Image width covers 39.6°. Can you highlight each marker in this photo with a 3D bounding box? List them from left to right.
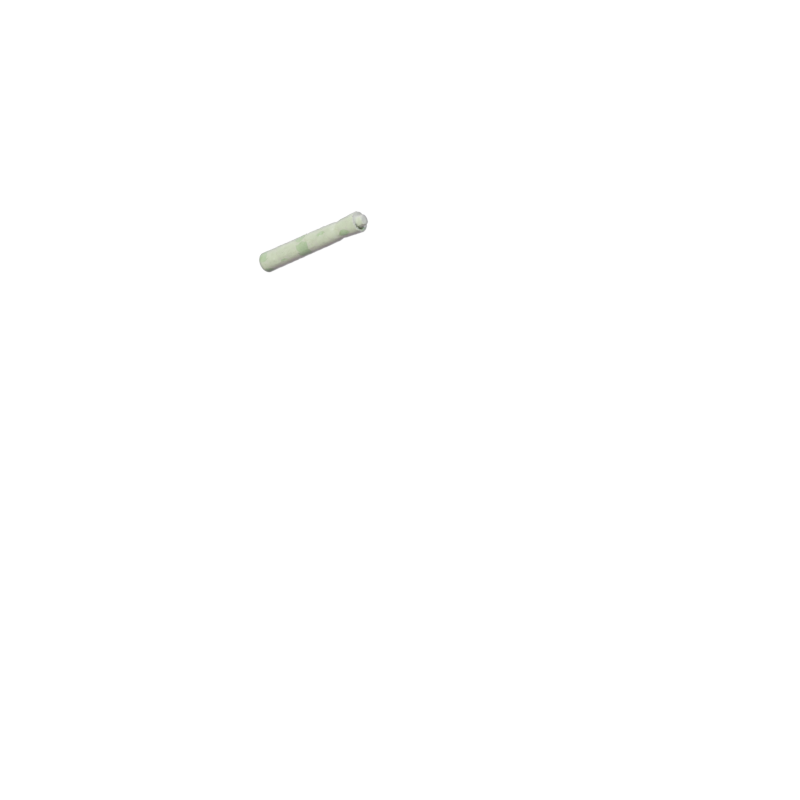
[{"bbox_3d":[-0.076,-0.139,0.973,0.122,0.020,0.019,-17,-8,38],"label":"marker"}]
